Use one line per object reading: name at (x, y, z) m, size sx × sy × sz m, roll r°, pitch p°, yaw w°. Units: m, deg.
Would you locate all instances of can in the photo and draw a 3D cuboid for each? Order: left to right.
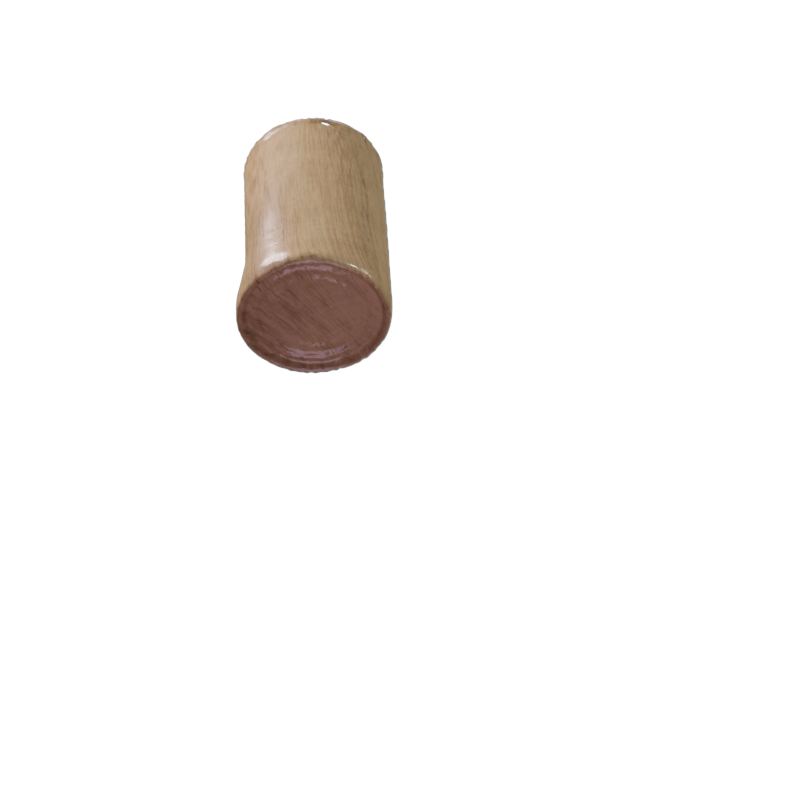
can at (-0.039, -0.071, 0.500) m, size 0.068 × 0.064 × 0.110 m, roll -1°, pitch 44°, yaw -3°
